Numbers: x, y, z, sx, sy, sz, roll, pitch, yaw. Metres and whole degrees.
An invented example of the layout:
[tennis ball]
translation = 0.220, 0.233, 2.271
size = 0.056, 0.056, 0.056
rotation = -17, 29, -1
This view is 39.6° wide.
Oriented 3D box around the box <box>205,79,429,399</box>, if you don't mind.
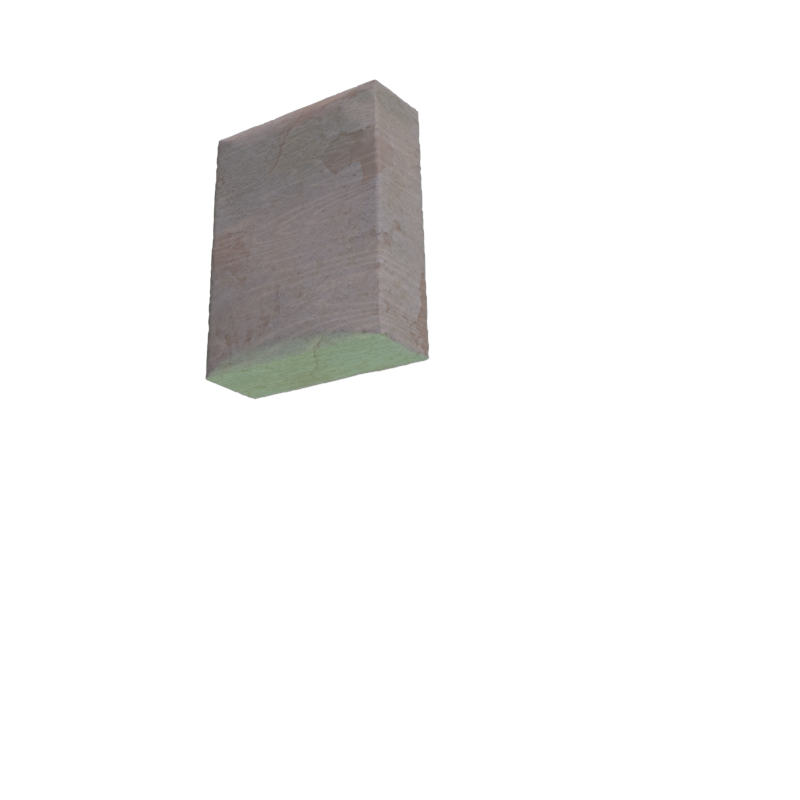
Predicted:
[box]
translation = -0.067, -0.123, 0.862
size = 0.167, 0.225, 0.067
rotation = -15, -27, 30
